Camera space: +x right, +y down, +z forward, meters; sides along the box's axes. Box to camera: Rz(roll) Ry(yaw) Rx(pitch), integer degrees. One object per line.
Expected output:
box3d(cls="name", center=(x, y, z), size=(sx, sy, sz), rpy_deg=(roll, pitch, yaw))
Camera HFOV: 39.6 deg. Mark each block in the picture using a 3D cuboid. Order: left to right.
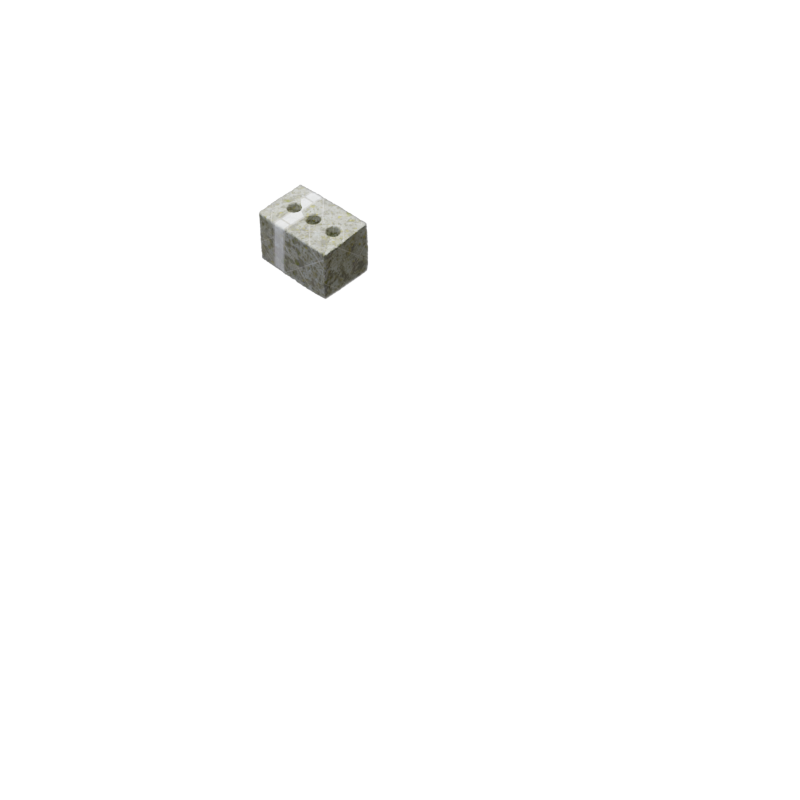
box3d(cls="block", center=(-0.072, -0.131, 0.919), size=(0.083, 0.048, 0.053), rpy_deg=(33, 53, 28))
